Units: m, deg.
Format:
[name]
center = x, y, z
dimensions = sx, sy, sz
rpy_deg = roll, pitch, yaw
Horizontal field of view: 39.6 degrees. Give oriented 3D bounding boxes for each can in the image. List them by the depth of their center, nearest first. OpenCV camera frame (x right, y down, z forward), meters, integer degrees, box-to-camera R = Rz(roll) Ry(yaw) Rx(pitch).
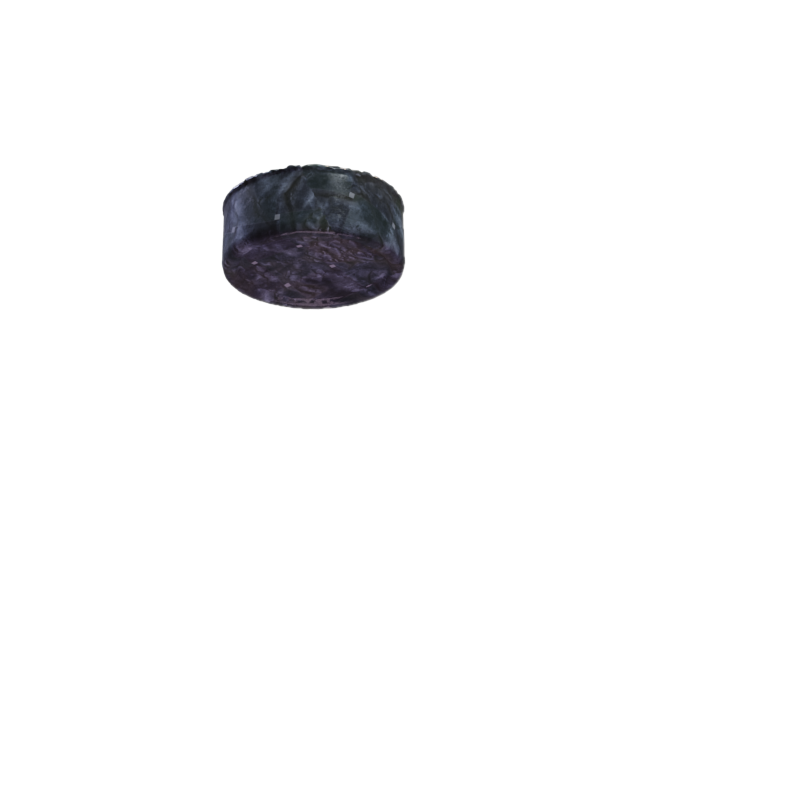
[can]
center = -0.040, -0.074, 0.516
dimensions = 0.086, 0.035, 0.082
rpy_deg = 0, -21, -2
